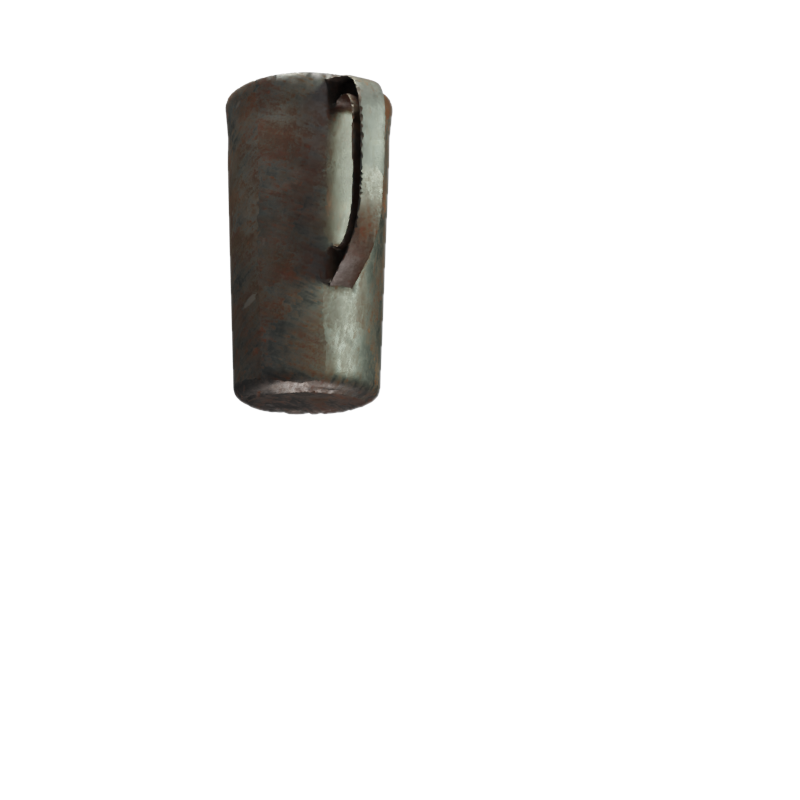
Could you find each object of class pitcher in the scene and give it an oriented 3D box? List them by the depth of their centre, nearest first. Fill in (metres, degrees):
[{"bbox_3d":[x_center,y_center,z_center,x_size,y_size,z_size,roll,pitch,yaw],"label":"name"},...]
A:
[{"bbox_3d":[-0.066,-0.120,0.838,0.147,0.253,0.141,-5,-17,15],"label":"pitcher"}]
